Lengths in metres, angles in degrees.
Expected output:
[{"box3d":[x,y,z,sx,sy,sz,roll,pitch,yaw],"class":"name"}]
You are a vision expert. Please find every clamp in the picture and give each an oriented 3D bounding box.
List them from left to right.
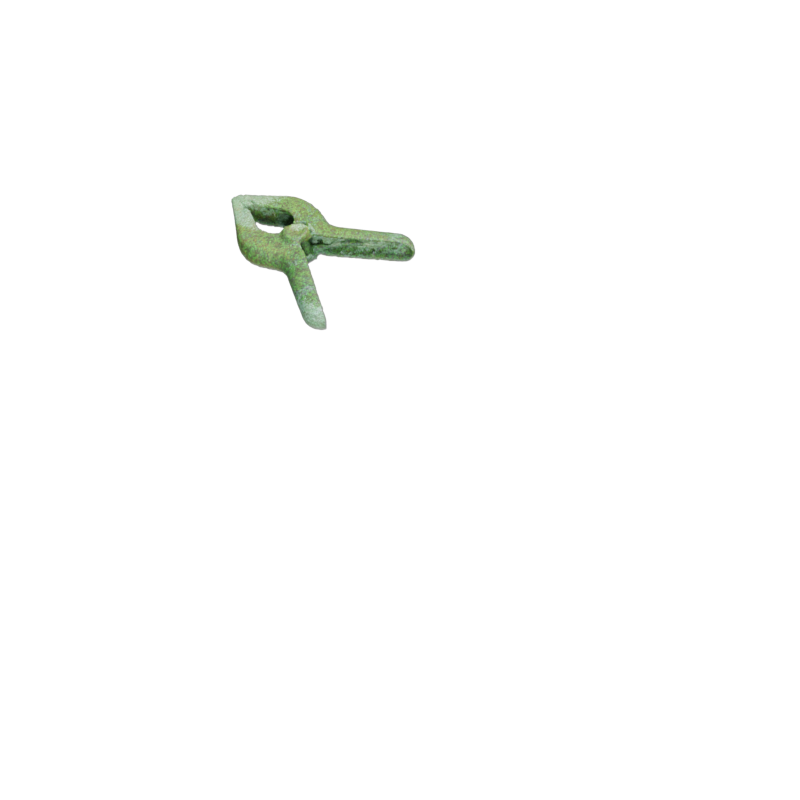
[{"box3d":[-0.075,-0.136,0.955,0.120,0.036,0.184,-28,52,-26],"class":"clamp"}]
